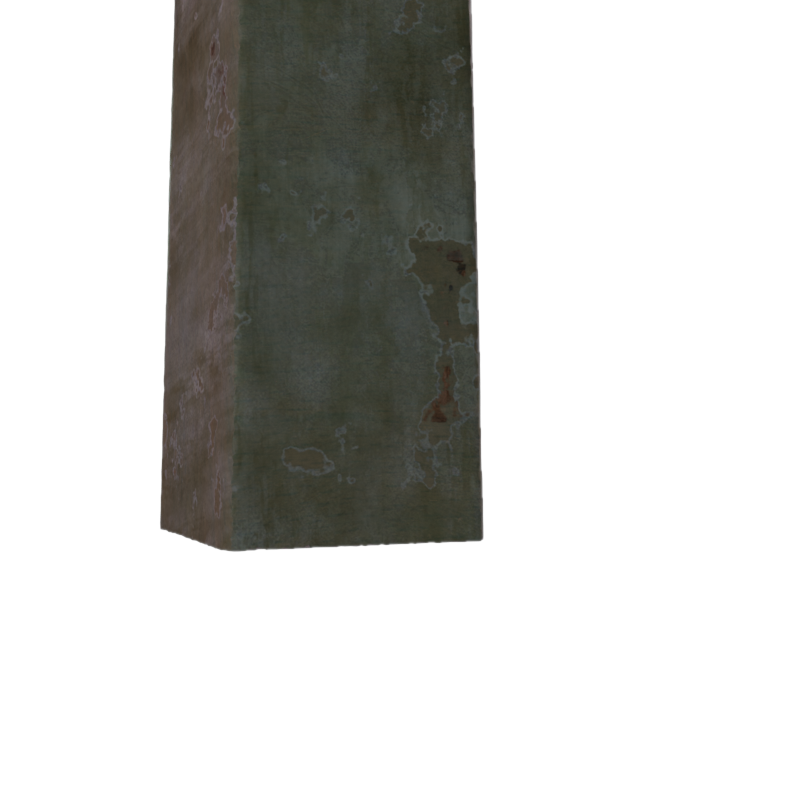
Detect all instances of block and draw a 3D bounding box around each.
[{"bbox_3d":[-0.032,-0.057,0.403,0.088,0.211,0.091,3,-9,-24],"label":"block"}]
